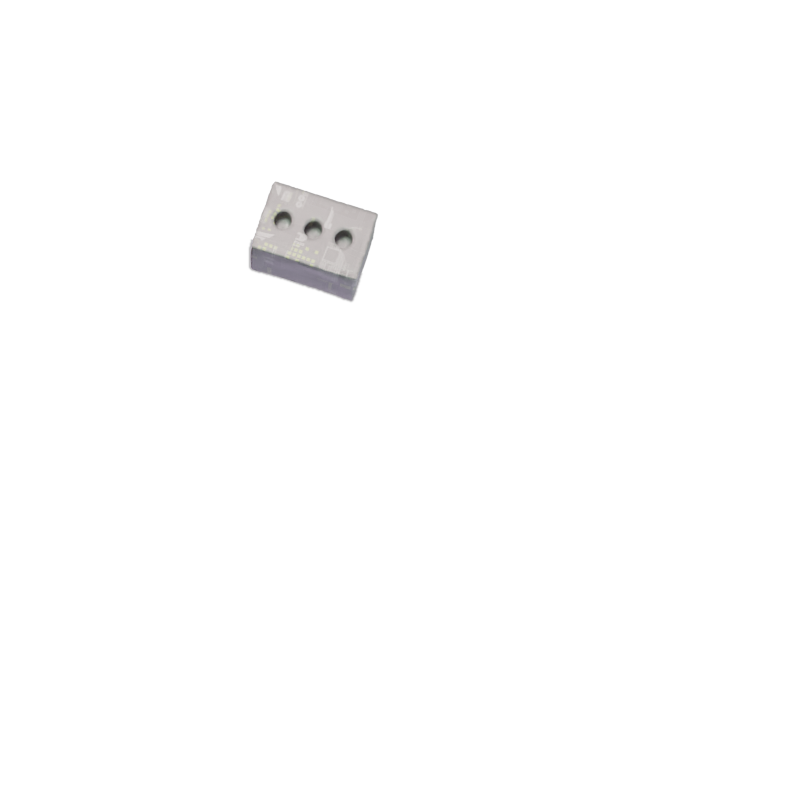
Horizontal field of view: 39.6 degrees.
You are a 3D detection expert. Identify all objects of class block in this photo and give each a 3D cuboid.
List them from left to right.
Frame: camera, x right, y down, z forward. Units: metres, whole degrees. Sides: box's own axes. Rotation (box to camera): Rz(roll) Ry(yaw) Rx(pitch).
[{"bbox_3d":[-0.061,-0.110,0.774,0.079,0.054,0.049,17,-16,4],"label":"block"}]
